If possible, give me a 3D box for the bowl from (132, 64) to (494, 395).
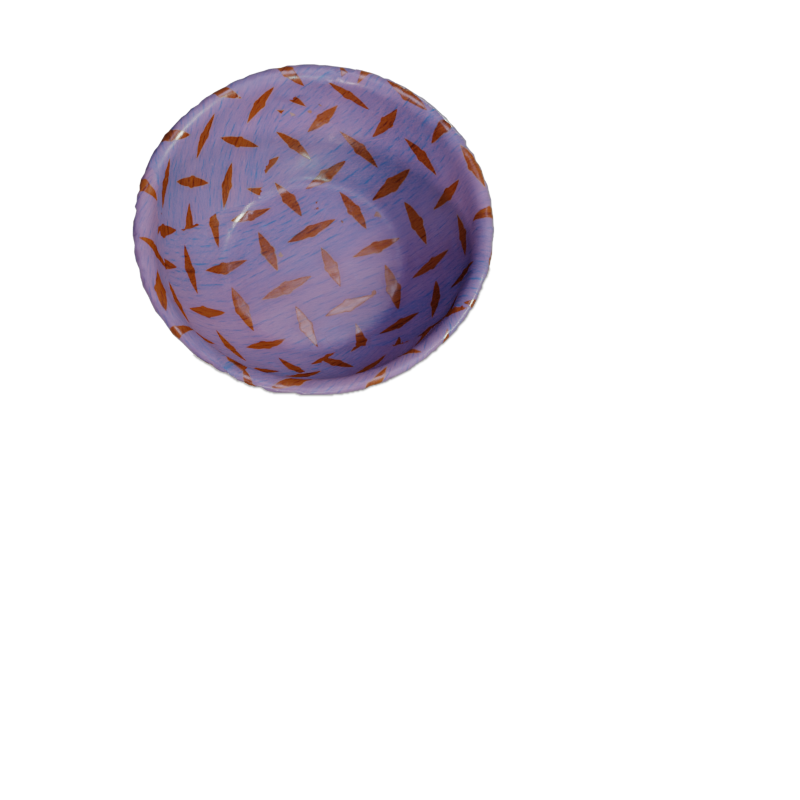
[{"bbox_3d":[-0.041,-0.074,0.518,0.162,0.170,0.052,-1,-22,-1],"label":"bowl"}]
